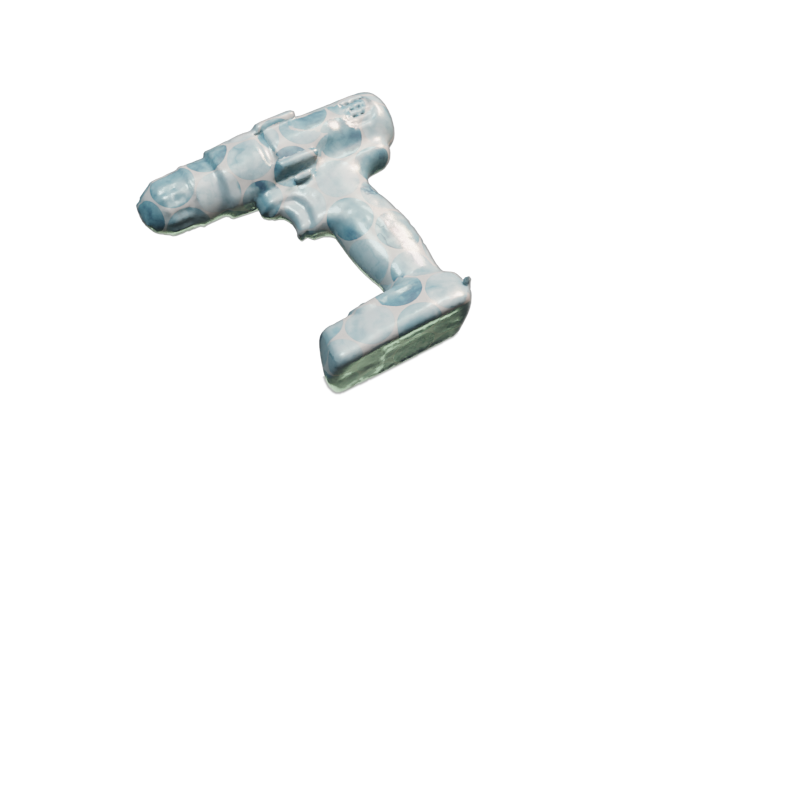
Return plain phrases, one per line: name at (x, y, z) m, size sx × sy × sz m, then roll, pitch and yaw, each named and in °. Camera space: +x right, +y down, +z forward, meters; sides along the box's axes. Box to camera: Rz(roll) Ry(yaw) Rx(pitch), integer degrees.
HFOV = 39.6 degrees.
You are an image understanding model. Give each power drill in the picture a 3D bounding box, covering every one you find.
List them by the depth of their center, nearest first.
power drill at (-0.056, -0.102, 0.718) m, size 0.184 × 0.199 × 0.054 m, roll -26°, pitch -23°, yaw -12°
